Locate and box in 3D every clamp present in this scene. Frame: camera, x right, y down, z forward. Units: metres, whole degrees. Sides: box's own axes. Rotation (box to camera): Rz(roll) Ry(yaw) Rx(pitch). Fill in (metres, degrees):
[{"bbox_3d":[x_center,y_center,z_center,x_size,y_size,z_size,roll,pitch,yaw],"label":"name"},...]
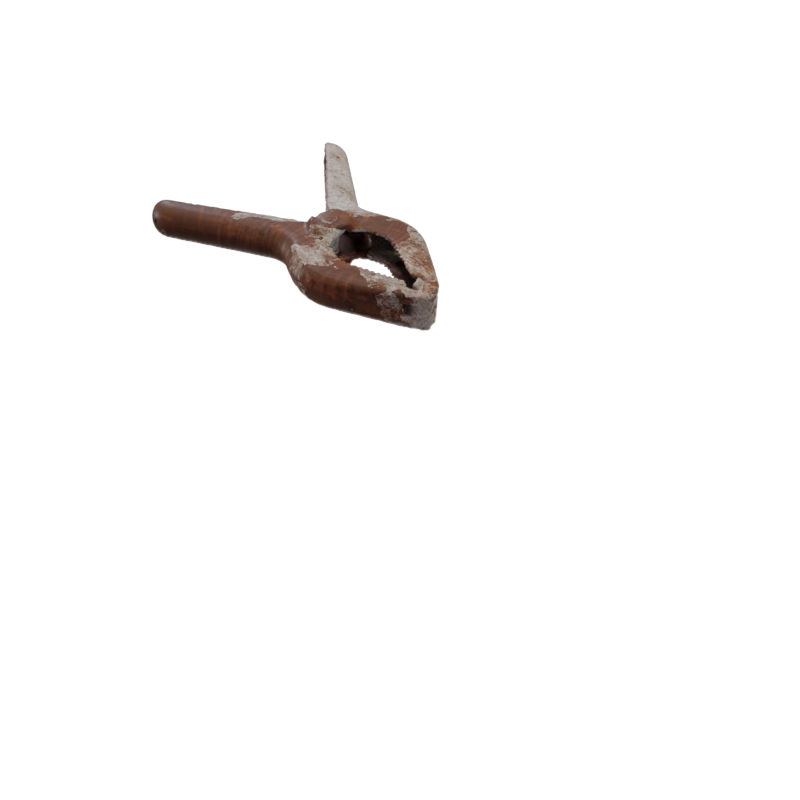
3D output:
[{"bbox_3d":[-0.058,-0.106,0.745,0.163,0.034,0.227,-22,43,-25],"label":"clamp"}]
